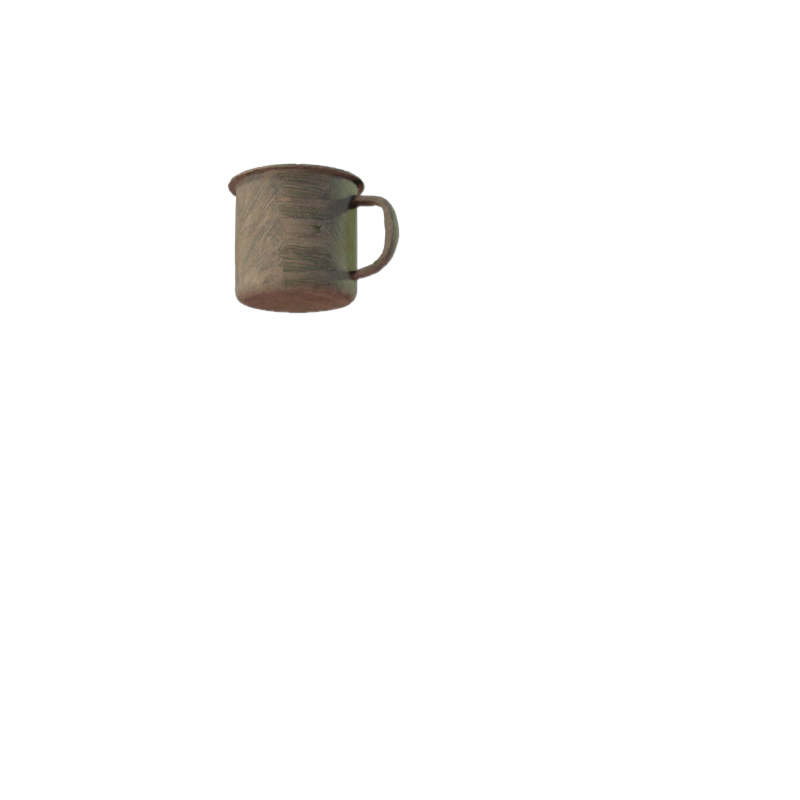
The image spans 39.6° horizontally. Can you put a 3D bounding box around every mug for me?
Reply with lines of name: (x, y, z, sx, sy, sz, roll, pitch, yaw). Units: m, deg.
mug: (-0.058, -0.105, 0.738, 0.119, 0.084, 0.089, -3, -11, 14)
